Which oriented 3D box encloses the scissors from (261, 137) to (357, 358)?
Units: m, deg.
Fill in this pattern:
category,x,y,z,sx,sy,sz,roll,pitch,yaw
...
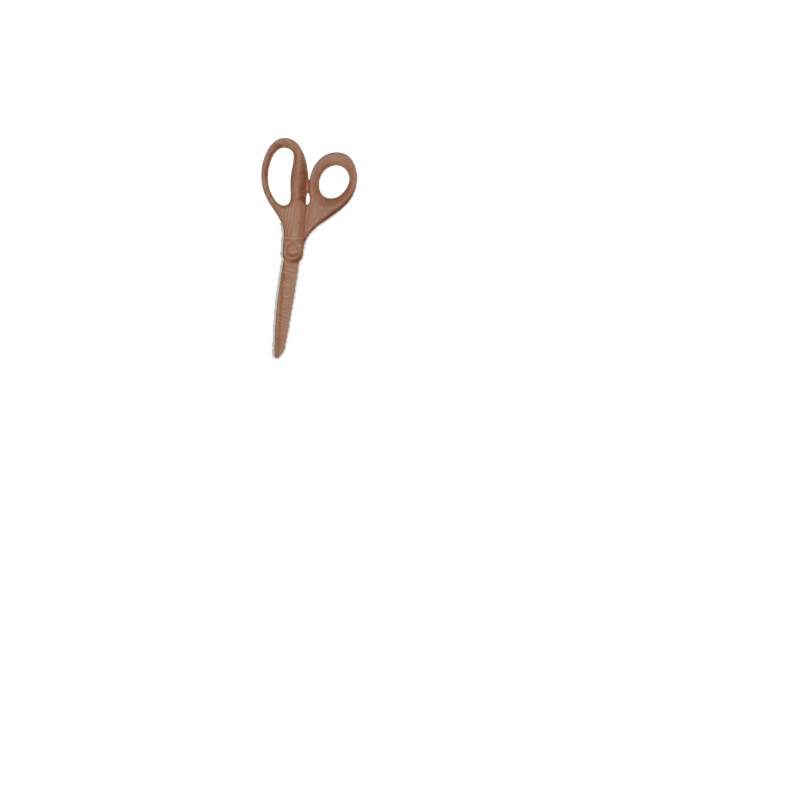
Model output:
category,x,y,z,sx,sy,sz,roll,pitch,yaw
scissors,-0.078,-0.142,0.992,0.096,0.210,0.015,-8,-16,-3
